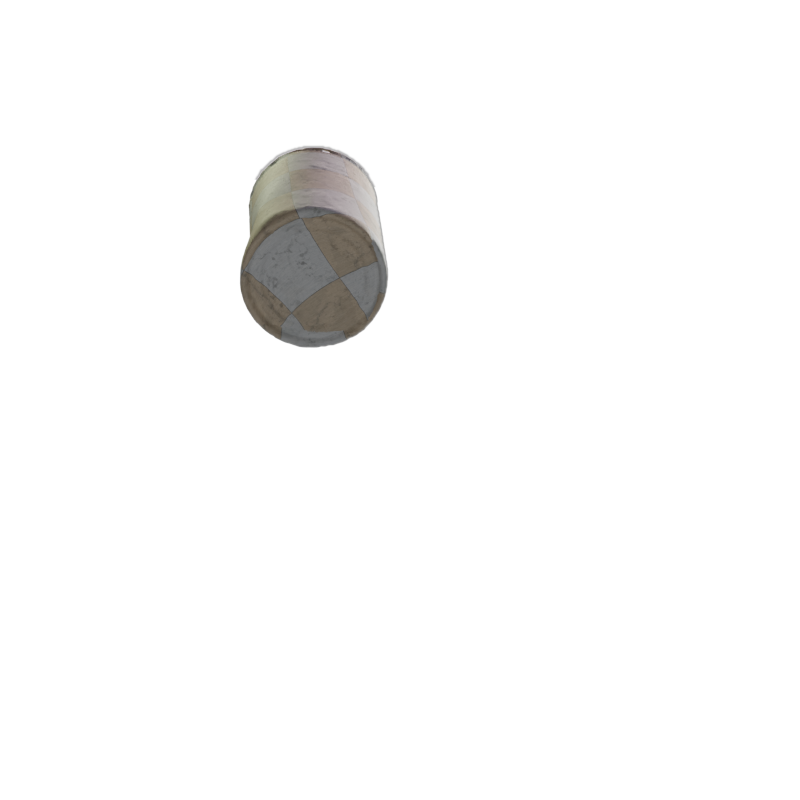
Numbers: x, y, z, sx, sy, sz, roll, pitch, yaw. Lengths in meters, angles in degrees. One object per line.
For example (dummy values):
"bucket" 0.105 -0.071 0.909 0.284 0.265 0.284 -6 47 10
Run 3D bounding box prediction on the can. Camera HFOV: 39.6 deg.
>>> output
"can" -0.042 -0.076 0.535 0.068 0.065 0.108 0 25 -3
